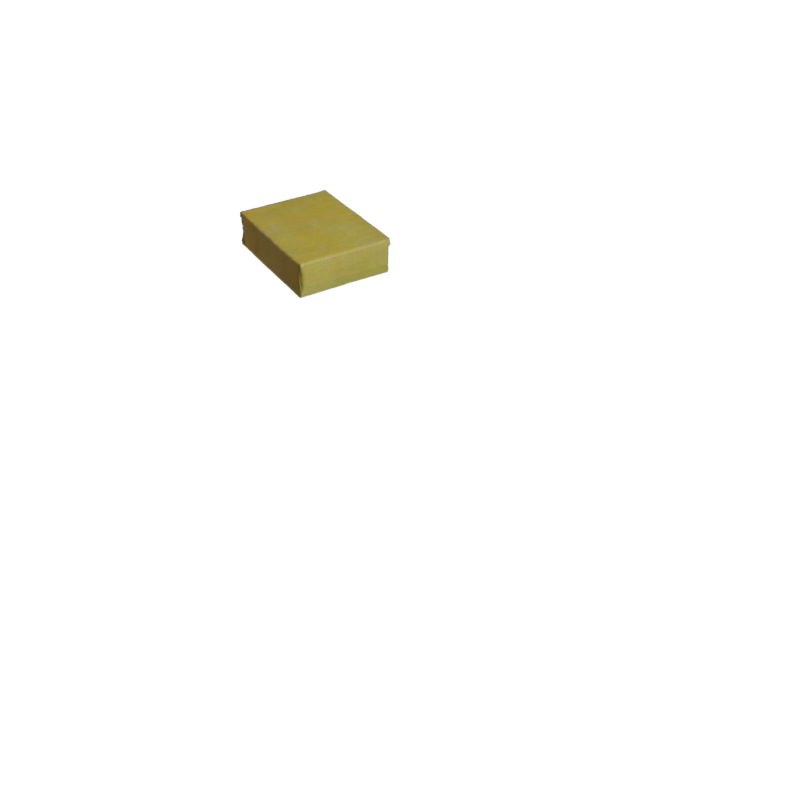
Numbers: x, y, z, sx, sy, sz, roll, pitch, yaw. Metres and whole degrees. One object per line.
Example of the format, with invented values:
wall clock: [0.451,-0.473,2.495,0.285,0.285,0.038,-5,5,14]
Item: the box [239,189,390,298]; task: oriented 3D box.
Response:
box: [-0.076,-0.139,0.971,0.088,0.037,0.122,-18,37,-27]
